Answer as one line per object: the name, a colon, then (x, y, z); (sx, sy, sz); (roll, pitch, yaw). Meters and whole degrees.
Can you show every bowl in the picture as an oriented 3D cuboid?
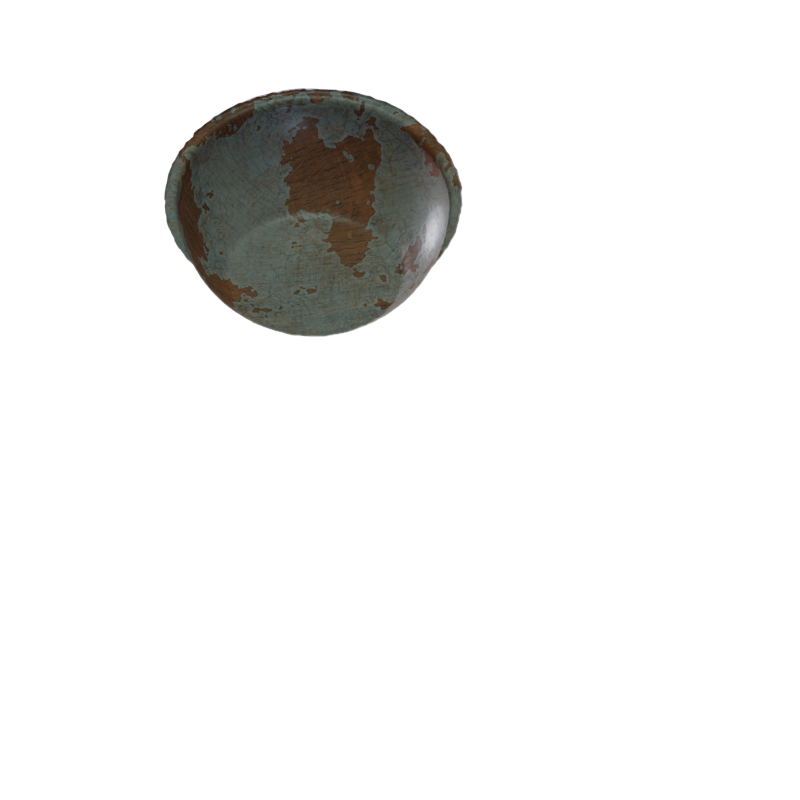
bowl: (-0.046, -0.083, 0.585); (0.162, 0.059, 0.151); (1, -42, -1)
